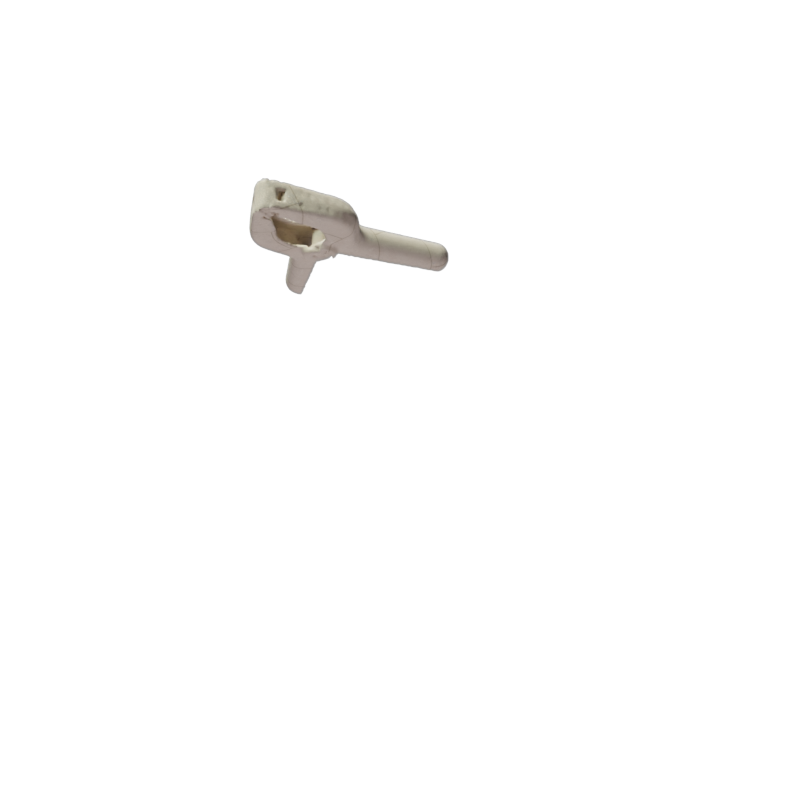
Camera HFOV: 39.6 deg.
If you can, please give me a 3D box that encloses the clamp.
[{"bbox_3d":[-0.076,-0.139,0.976,0.168,0.038,0.197,-10,-18,32],"label":"clamp"}]
